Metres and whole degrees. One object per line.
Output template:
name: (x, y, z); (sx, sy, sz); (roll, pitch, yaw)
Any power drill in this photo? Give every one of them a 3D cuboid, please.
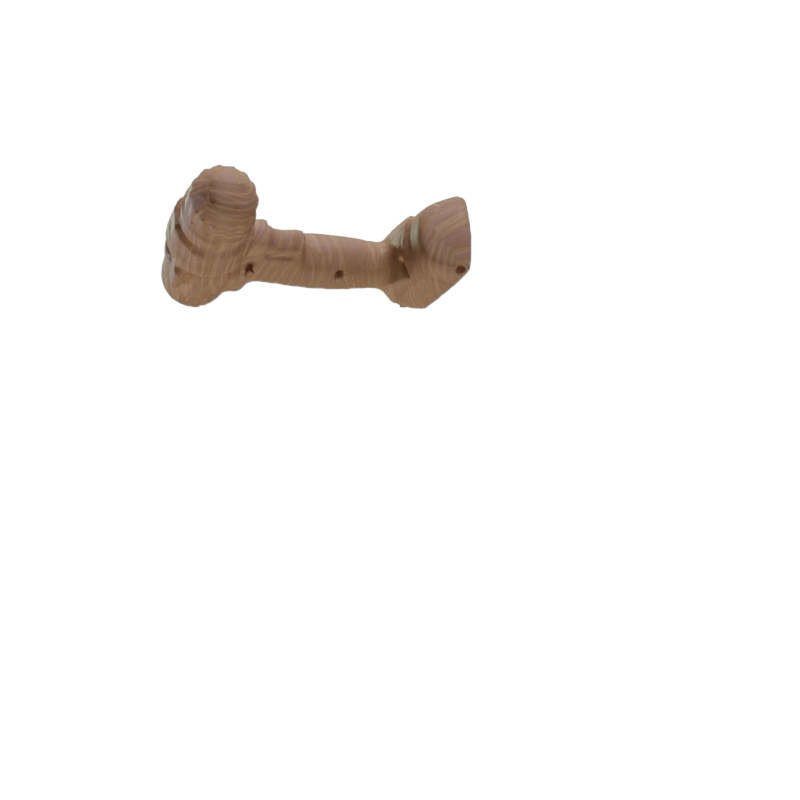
power drill: (-0.055, -0.100, 0.702); (0.184, 0.059, 0.182); (2, -10, -14)
